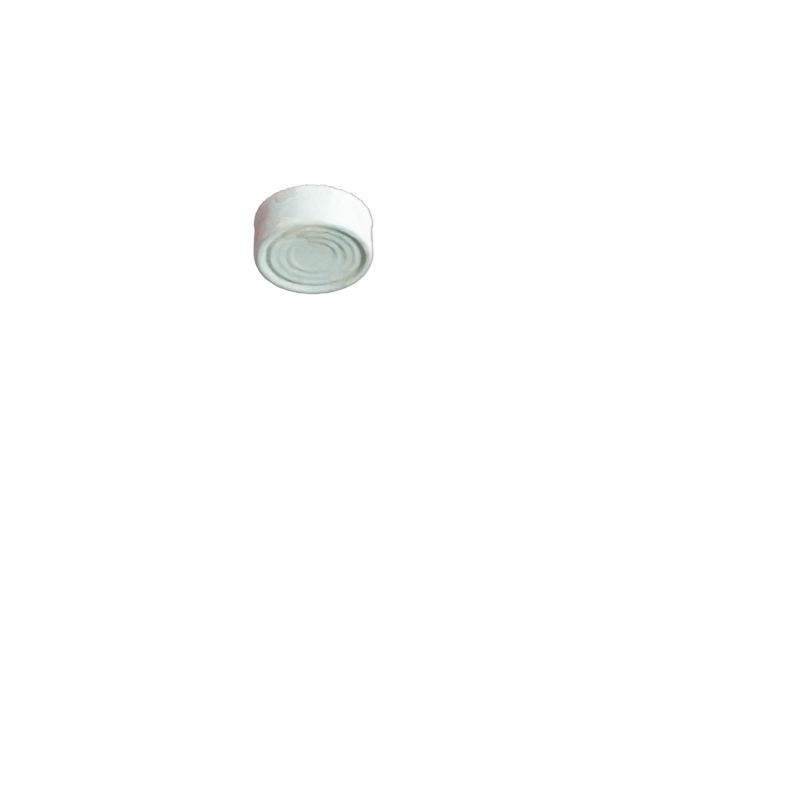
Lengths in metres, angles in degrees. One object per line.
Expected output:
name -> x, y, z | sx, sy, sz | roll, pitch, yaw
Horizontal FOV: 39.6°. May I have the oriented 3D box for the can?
can -> -0.062, -0.112, 0.786 | 0.086, 0.036, 0.080 | 1, -34, -2
